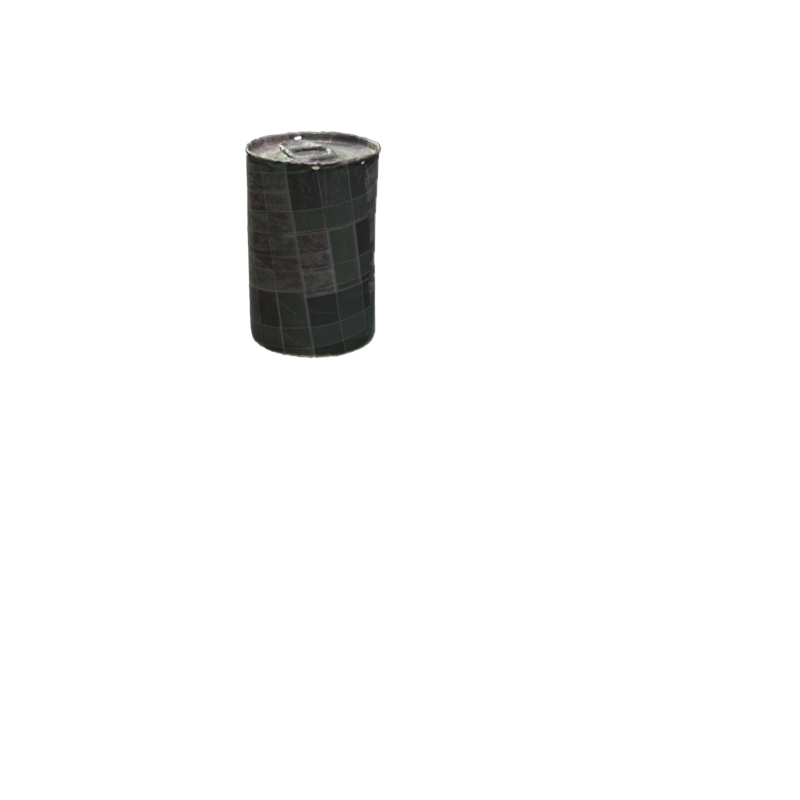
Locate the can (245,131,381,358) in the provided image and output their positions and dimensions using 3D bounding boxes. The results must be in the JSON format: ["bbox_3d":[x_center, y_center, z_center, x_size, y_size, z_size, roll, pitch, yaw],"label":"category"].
[{"bbox_3d":[-0.045,-0.081,0.570,0.068,0.098,0.072,0,21,-2],"label":"can"}]
